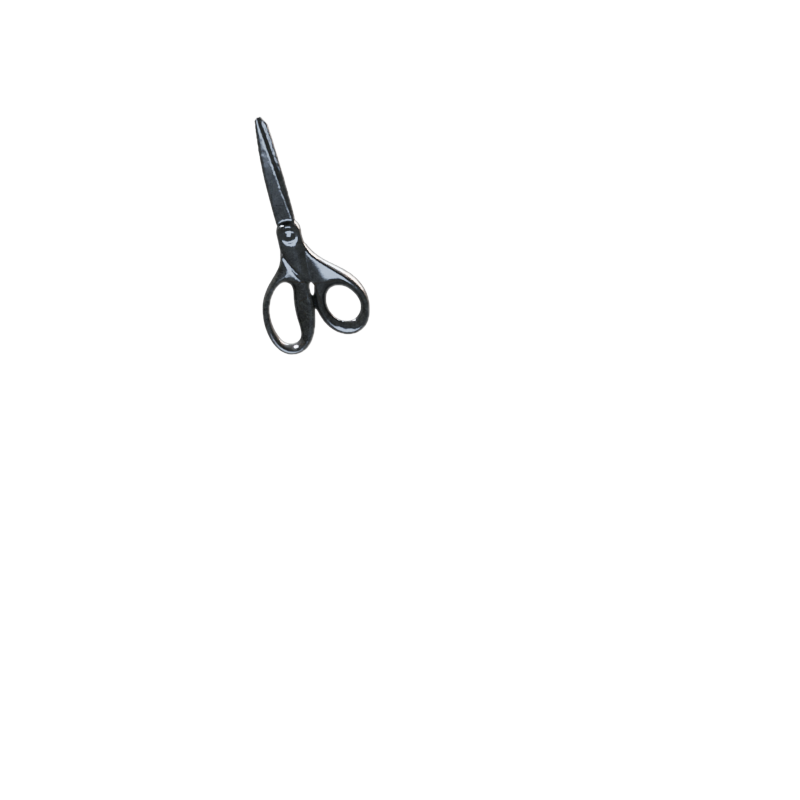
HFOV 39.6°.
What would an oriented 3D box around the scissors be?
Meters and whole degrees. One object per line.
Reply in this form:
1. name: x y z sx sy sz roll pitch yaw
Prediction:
1. scissors: -0.068 -0.125 0.874 0.096 0.191 0.017 4 26 -2
